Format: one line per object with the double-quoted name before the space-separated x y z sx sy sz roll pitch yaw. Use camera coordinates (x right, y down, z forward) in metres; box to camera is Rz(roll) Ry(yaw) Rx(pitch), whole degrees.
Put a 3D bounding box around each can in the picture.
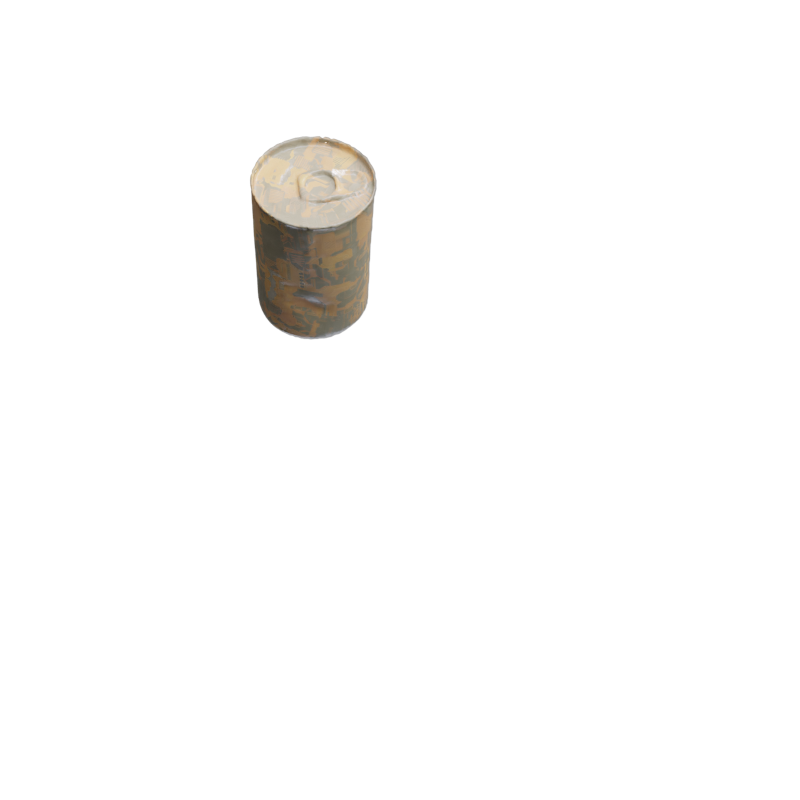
"can" -0.049 -0.090 0.631 0.068 0.073 0.095 0 -37 -3
